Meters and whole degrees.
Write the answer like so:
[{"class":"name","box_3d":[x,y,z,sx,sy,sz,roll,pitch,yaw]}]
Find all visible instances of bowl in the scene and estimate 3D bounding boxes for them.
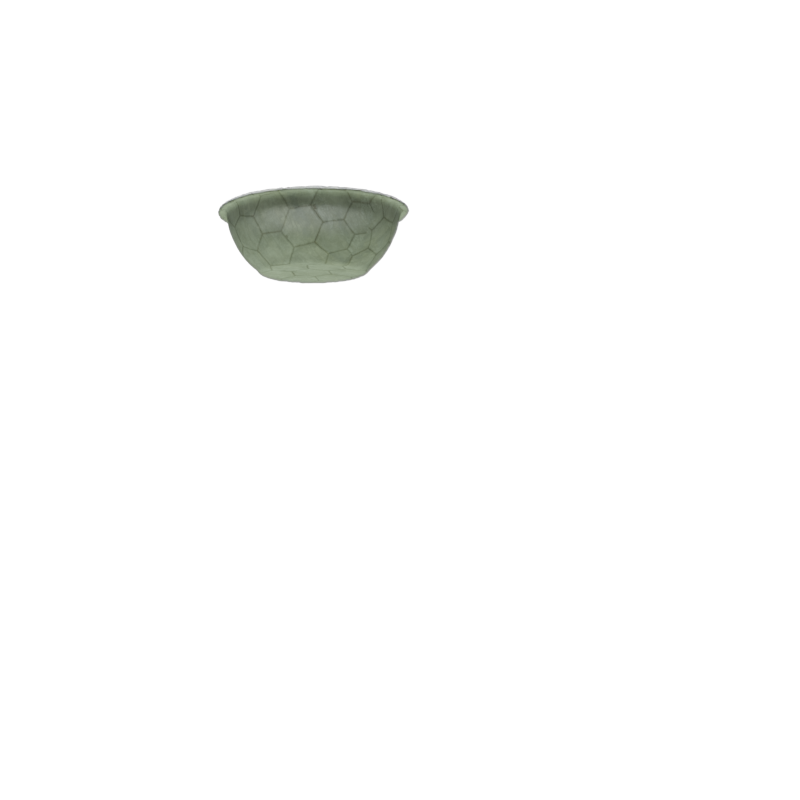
[{"class":"bowl","box_3d":[-0.073,-0.134,0.937,0.162,0.056,0.159,0,-6,-2]}]
